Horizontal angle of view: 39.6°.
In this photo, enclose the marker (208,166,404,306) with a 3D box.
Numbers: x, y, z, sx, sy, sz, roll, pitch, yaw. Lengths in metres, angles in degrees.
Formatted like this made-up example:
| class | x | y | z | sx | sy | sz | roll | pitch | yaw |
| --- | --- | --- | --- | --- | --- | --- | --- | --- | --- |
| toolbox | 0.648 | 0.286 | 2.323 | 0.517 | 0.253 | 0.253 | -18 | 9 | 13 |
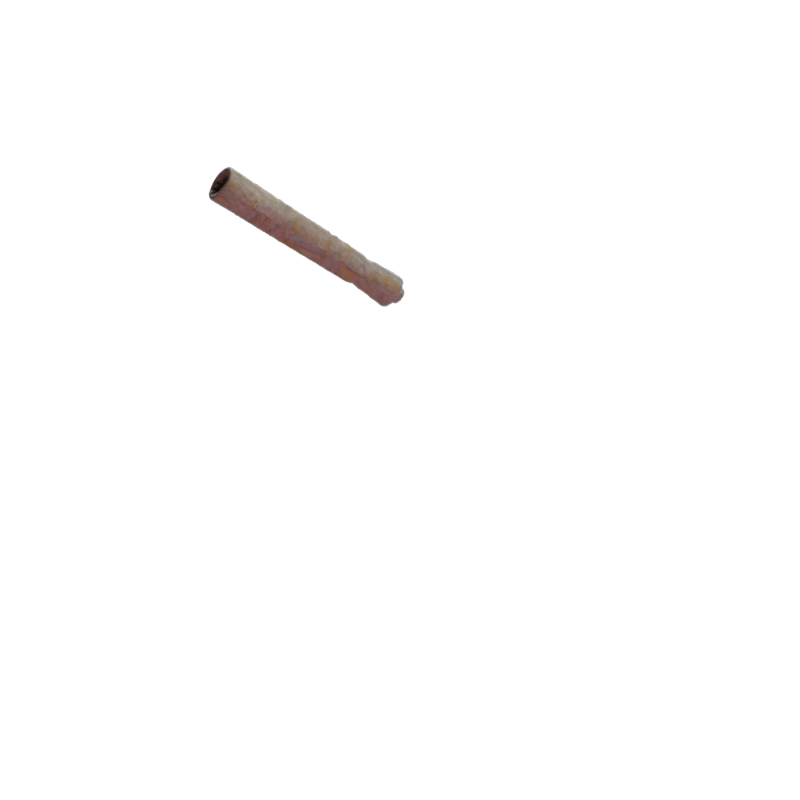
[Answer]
| class | x | y | z | sx | sy | sz | roll | pitch | yaw |
| --- | --- | --- | --- | --- | --- | --- | --- | --- | --- |
| marker | -0.045 | -0.081 | 0.570 | 0.114 | 0.020 | 0.020 | 30 | -12 | -27 |
